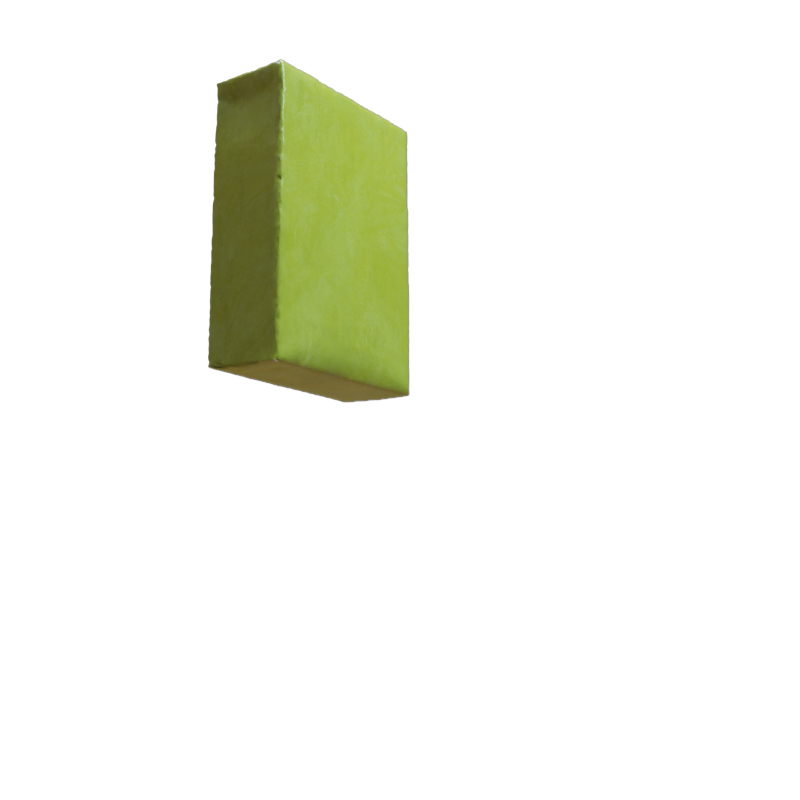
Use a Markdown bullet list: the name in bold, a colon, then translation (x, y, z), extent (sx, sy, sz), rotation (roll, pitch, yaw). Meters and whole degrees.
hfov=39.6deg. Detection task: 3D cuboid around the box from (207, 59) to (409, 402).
- **box**: translation (-0.063, -0.115, 0.809), extent (0.073, 0.222, 0.155), rotation (-12, -18, 33)
